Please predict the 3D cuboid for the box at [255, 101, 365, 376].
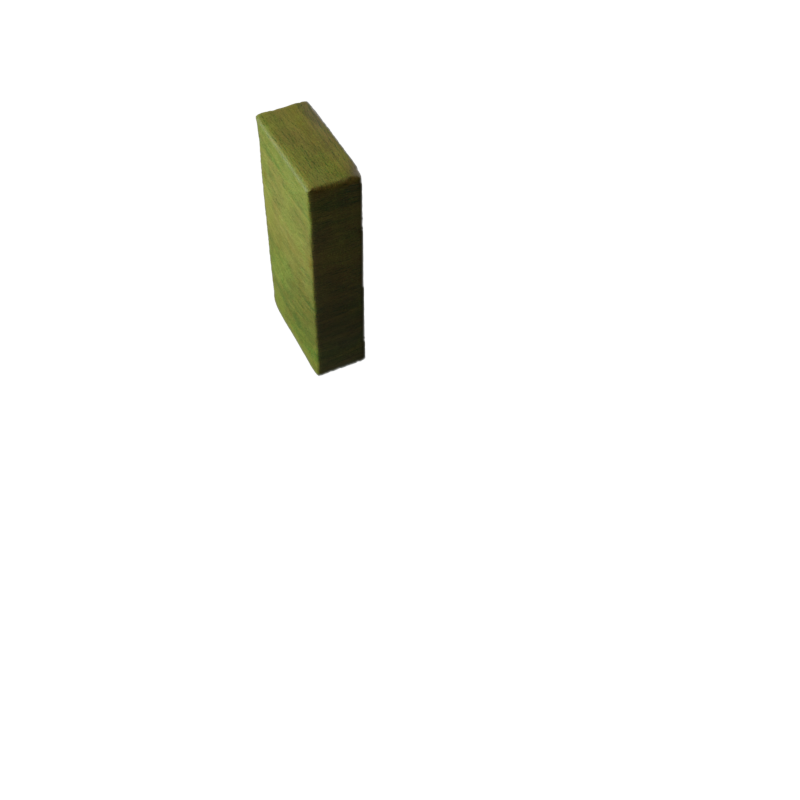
[{"bbox_3d":[-0.061,-0.111,0.778,0.047,0.164,0.101,-17,50,-19],"label":"box"}]
